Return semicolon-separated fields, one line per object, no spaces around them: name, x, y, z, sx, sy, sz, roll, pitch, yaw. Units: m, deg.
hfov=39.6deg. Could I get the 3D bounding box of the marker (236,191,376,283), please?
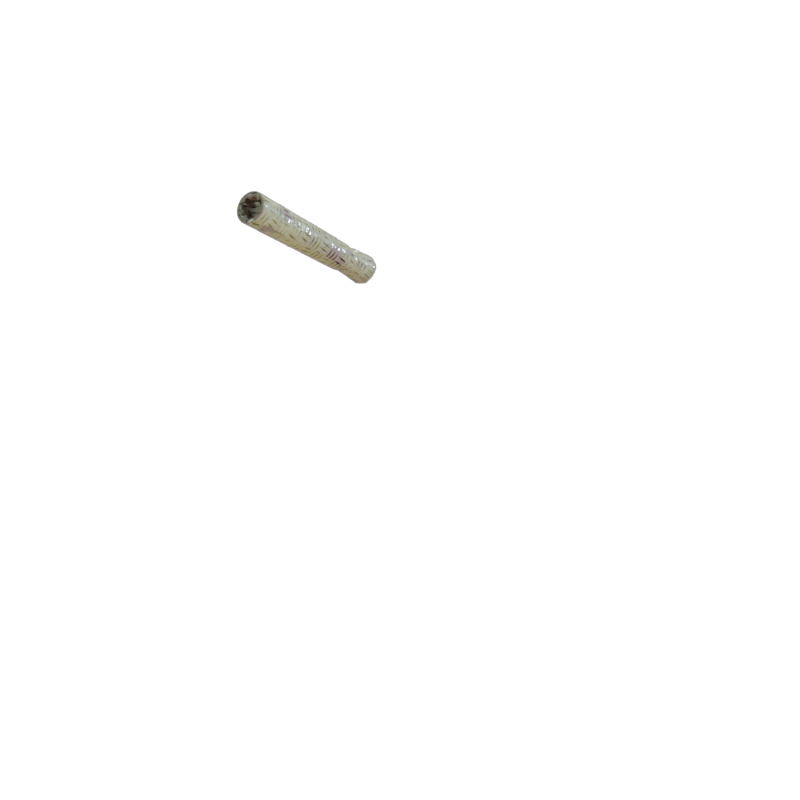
marker;-0.050;-0.091;0.637;0.020;0.020;0.113;3;-11;34
